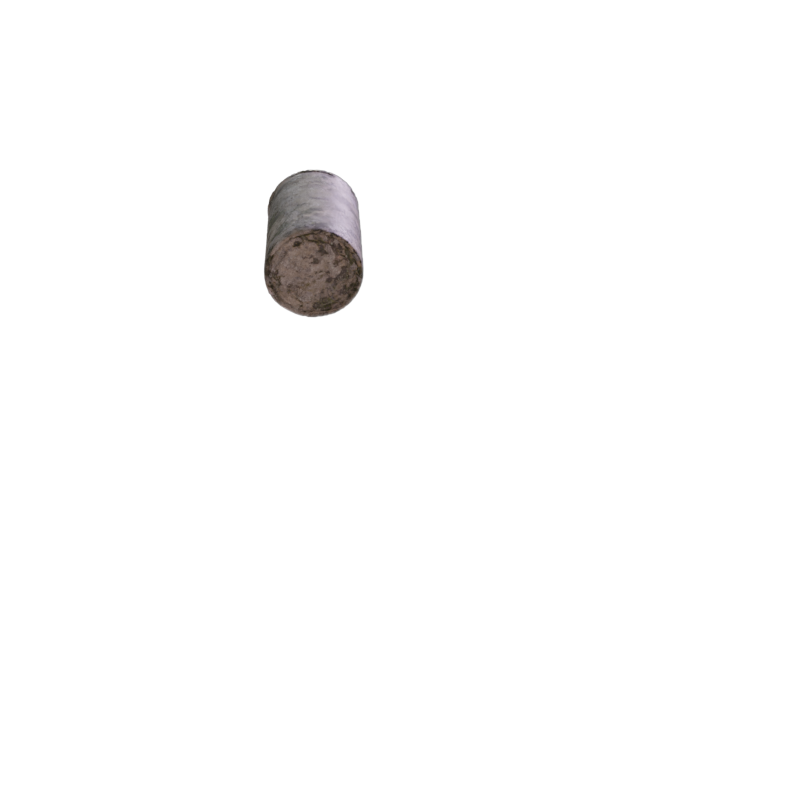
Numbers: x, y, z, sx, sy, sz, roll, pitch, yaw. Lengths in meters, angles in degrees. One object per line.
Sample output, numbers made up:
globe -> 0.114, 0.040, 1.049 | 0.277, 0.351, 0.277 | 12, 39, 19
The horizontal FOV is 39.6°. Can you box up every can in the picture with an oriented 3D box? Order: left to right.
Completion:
can -> -0.061, -0.111, 0.774 | 0.068, 0.065, 0.109 | 0, 31, -3
